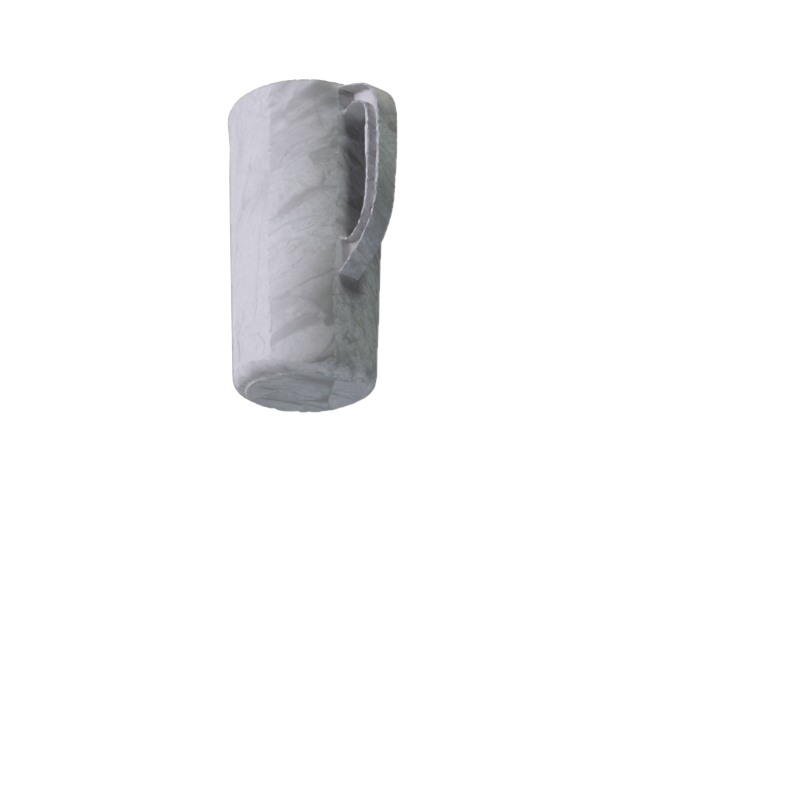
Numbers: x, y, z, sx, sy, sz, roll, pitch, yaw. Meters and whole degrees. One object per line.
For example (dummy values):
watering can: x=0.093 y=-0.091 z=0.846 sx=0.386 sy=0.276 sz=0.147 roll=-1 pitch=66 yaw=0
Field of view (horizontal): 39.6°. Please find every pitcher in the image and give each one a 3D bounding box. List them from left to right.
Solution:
pitcher: x=-0.068 y=-0.124 z=0.865 sx=0.146 sy=0.257 sz=0.140 roll=-4 pitch=-24 yaw=5
